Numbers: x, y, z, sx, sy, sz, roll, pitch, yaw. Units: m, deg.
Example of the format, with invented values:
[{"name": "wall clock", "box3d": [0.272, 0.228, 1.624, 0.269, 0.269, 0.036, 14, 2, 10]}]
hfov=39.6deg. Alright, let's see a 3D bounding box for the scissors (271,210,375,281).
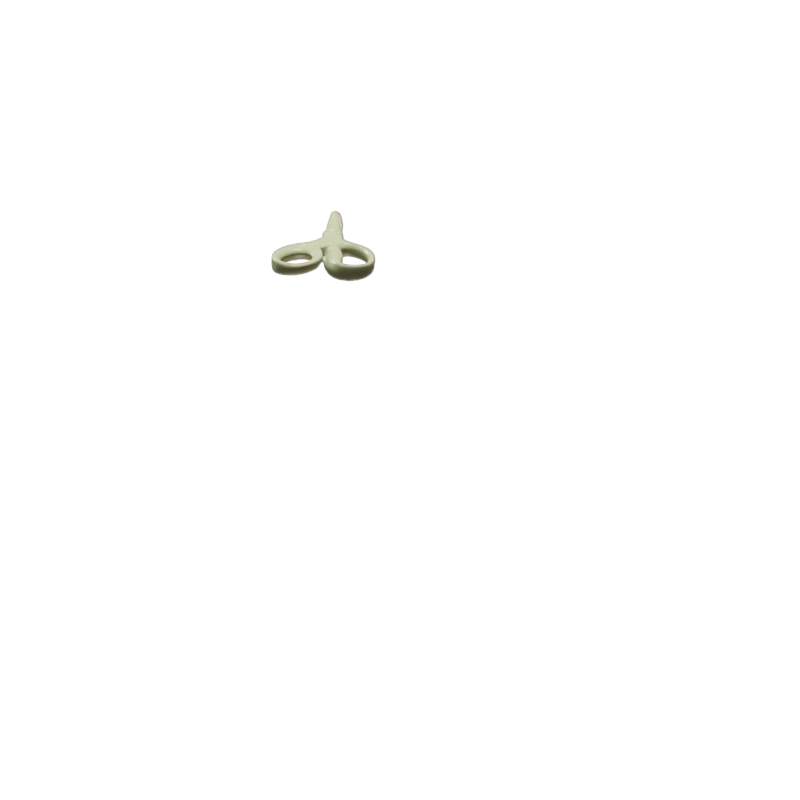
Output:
[{"name": "scissors", "box3d": [-0.078, -0.142, 0.996, 0.095, 0.015, 0.214, -6, 23, -14]}]
